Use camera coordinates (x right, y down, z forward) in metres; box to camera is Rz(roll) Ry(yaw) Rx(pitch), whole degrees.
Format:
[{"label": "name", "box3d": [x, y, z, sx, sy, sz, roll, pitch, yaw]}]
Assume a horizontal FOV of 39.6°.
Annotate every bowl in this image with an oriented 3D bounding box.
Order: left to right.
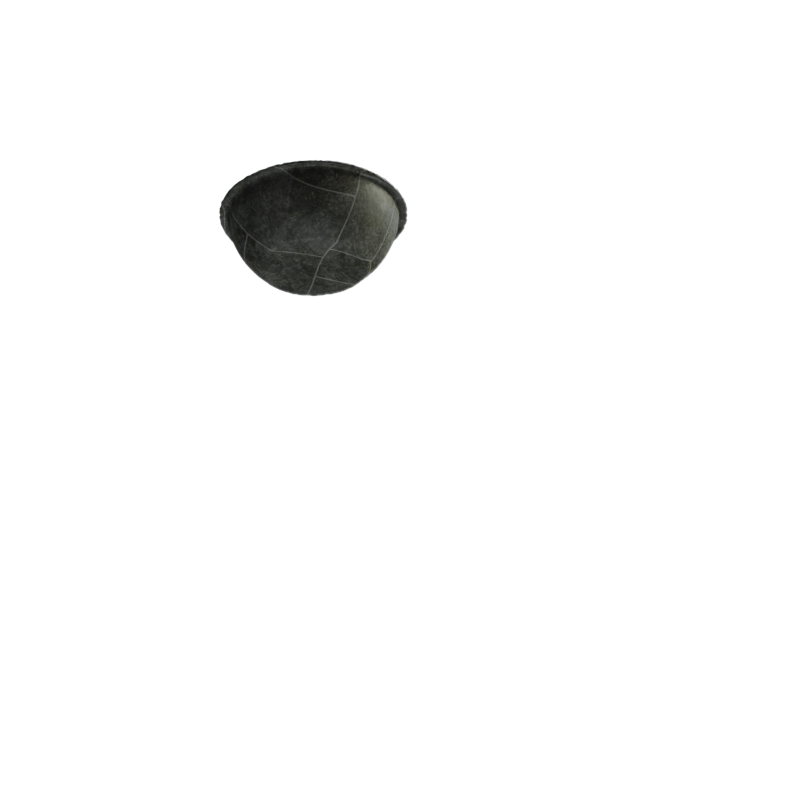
[{"label": "bowl", "box3d": [-0.074, -0.134, 0.940, 0.162, 0.059, 0.152, 1, -28, -2]}]
